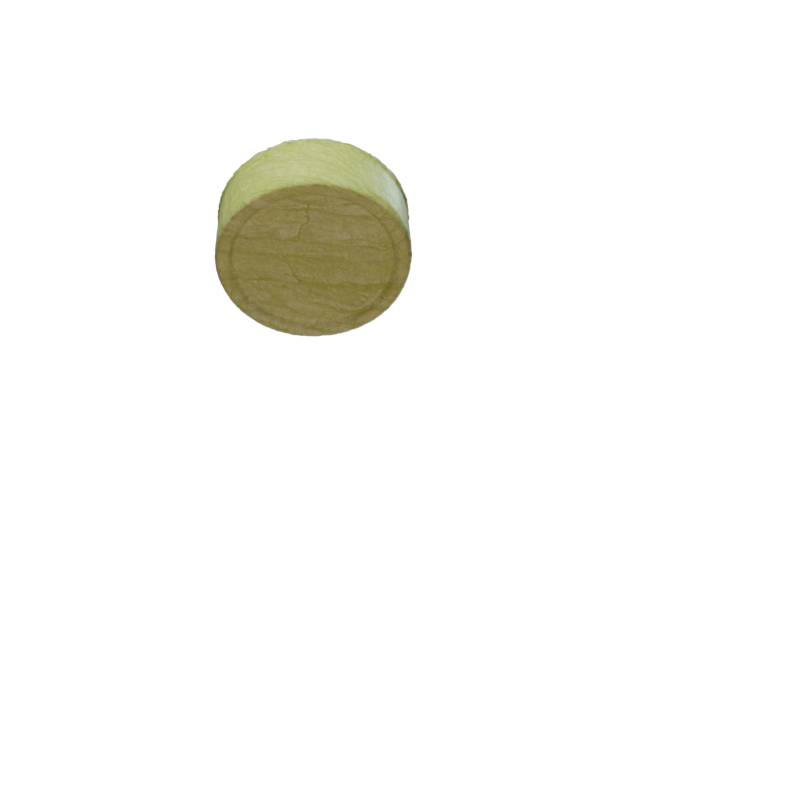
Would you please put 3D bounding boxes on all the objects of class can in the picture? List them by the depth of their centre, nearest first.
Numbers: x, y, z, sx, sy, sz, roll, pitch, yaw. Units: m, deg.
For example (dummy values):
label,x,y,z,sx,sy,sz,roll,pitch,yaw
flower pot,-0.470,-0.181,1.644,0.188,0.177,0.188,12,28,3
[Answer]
label,x,y,z,sx,sy,sz,roll,pitch,yaw
can,-0.038,-0.069,0.483,0.086,0.080,0.036,1,40,-1
